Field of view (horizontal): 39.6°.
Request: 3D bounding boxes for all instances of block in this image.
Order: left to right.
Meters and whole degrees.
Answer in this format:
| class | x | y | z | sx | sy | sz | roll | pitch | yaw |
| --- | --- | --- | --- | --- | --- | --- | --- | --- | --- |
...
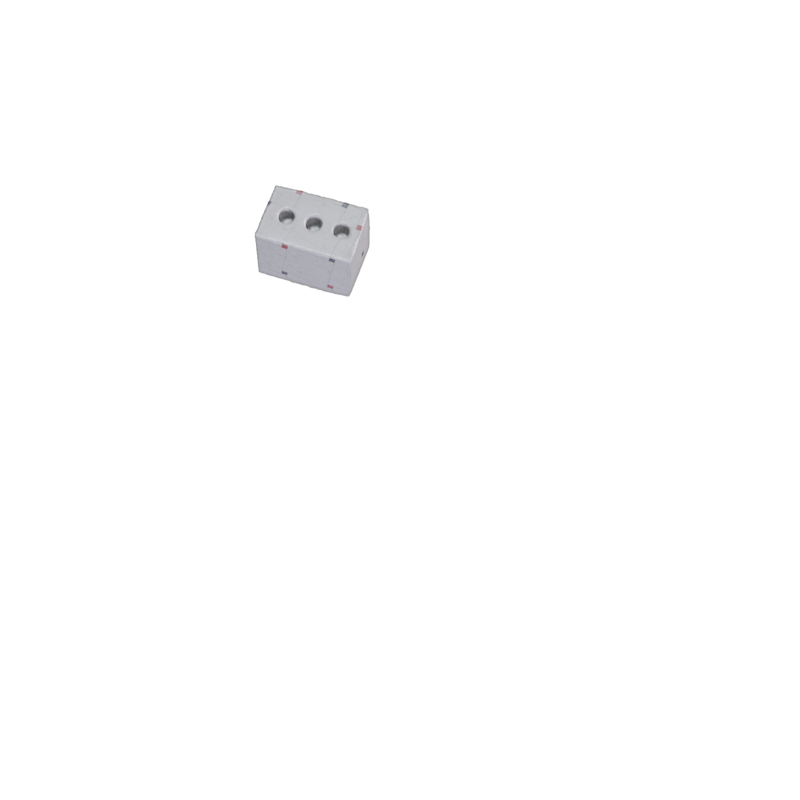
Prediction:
| class | x | y | z | sx | sy | sz | roll | pitch | yaw |
| --- | --- | --- | --- | --- | --- | --- | --- | --- | --- |
| block | -0.067 | -0.122 | 0.855 | 0.079 | 0.055 | 0.048 | 15 | -30 | 8 |
